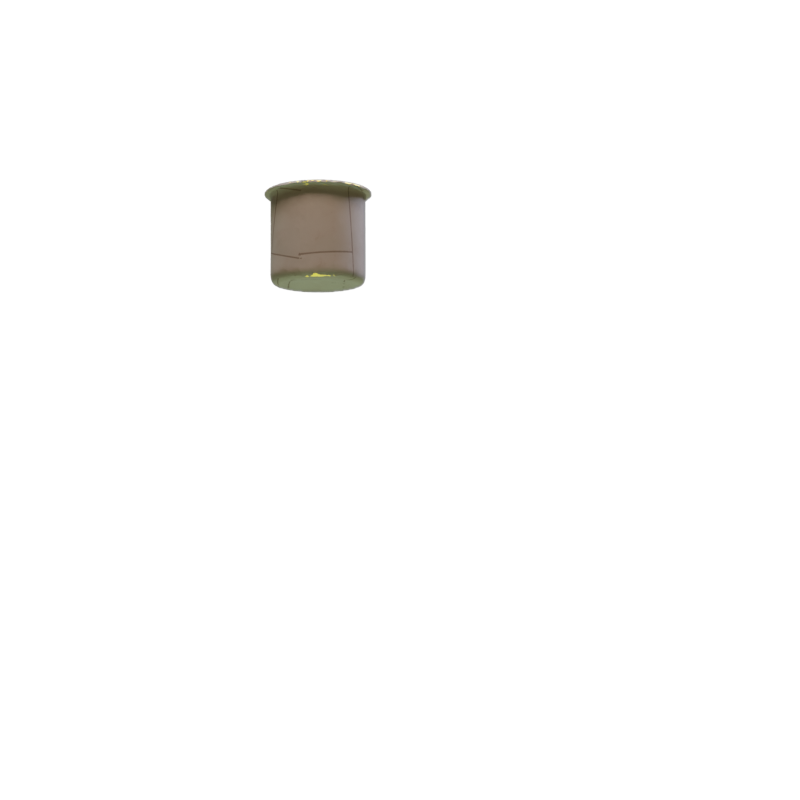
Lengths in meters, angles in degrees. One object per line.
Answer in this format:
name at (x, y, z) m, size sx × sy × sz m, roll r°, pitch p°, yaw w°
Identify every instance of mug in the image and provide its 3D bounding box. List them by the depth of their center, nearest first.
mug at (-0.076, -0.138, 0.965) m, size 0.090 × 0.084 × 0.118 m, roll 3°, pitch -8°, yaw -23°
